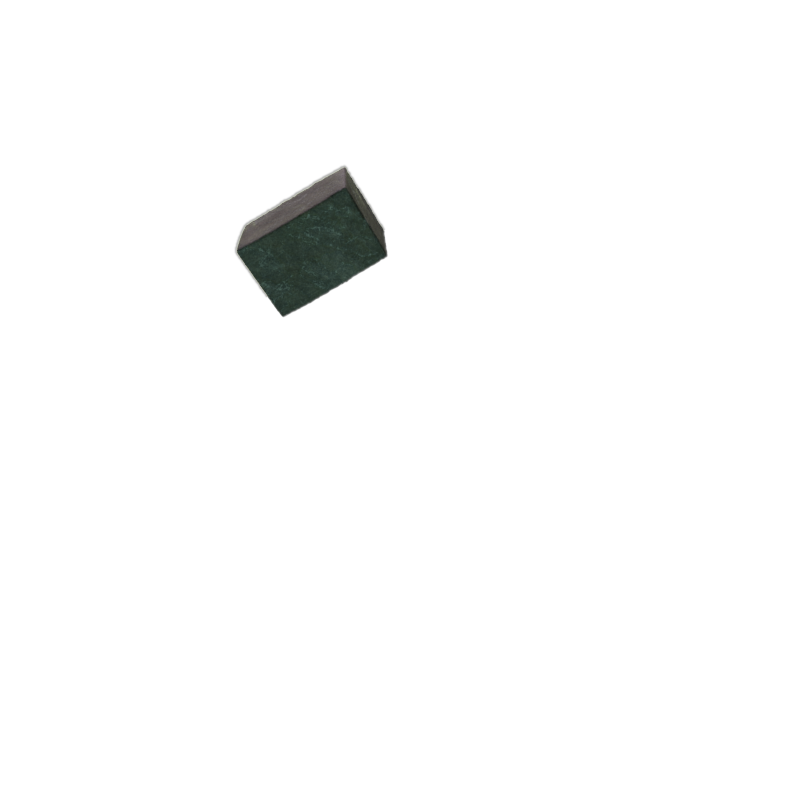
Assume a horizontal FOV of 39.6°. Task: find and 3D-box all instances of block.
[{"bbox_3d":[-0.054,-0.098,0.684,0.078,0.050,0.054,-29,20,9],"label":"block"}]
